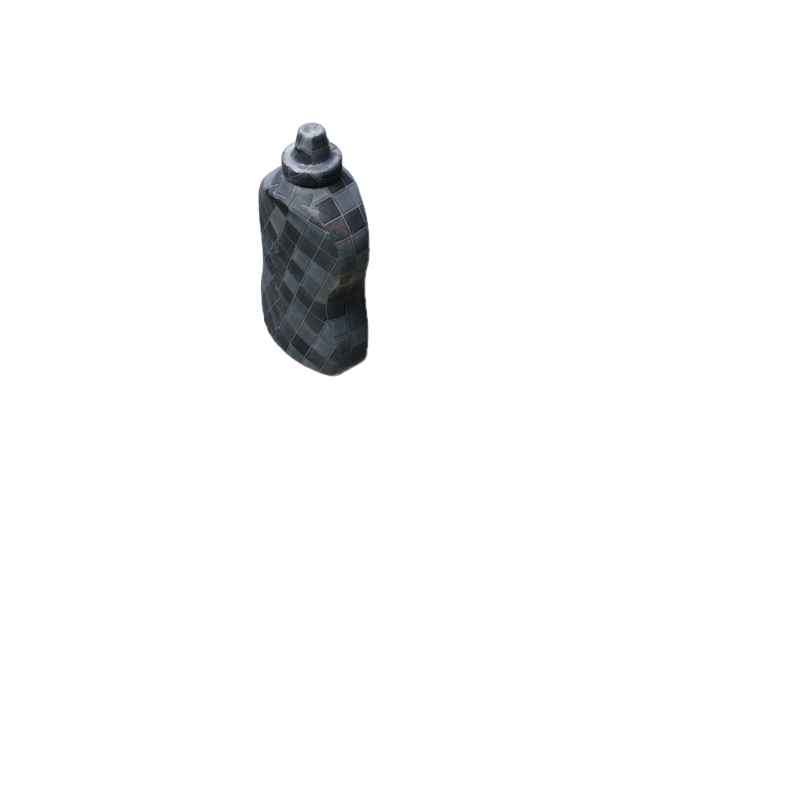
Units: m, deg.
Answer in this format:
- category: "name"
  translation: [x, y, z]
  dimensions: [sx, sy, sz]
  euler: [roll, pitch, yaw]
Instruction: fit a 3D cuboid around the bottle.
- category: "bottle"
  translation: [-0.062, -0.112, 0.783]
  dimensions: [0.058, 0.179, 0.103]
  euler: [-26, 50, -28]
